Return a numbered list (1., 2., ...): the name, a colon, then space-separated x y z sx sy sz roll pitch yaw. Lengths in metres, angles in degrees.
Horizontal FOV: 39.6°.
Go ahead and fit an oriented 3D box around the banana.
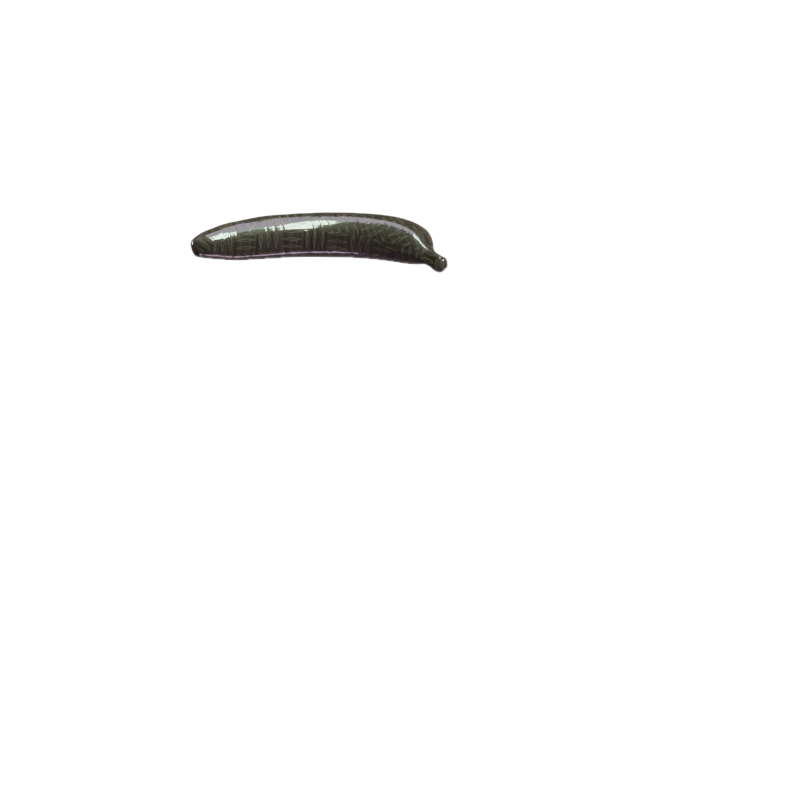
1. banana: -0.060 -0.126 0.862 0.201 0.036 0.071 3 16 10
